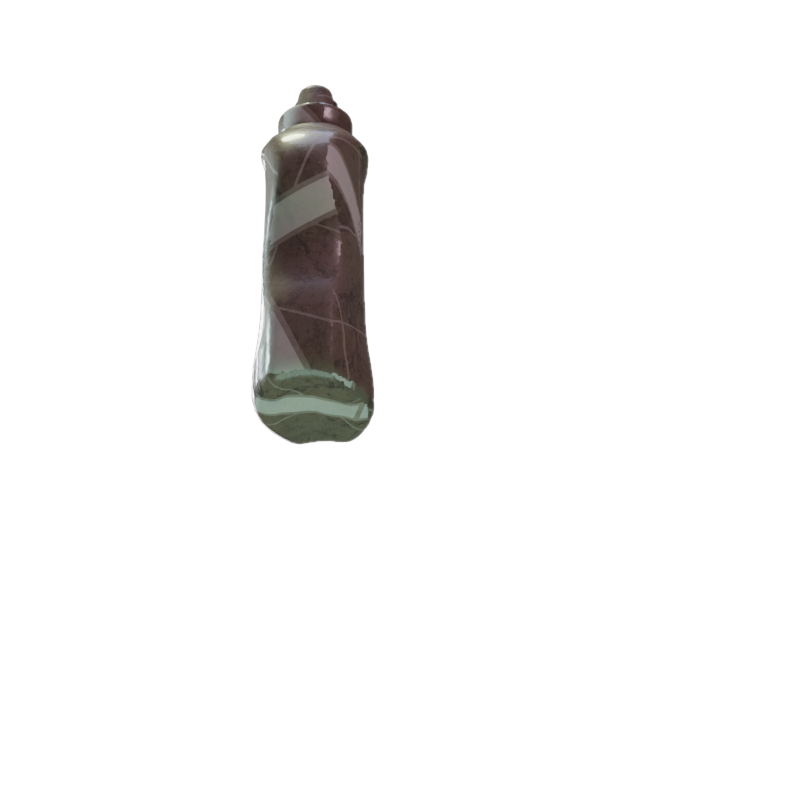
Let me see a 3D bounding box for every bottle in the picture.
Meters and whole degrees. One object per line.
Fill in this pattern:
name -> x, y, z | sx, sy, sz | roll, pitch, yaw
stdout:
bottle -> -0.044, -0.082, 0.573 | 0.059, 0.204, 0.090 | -4, -28, 4
